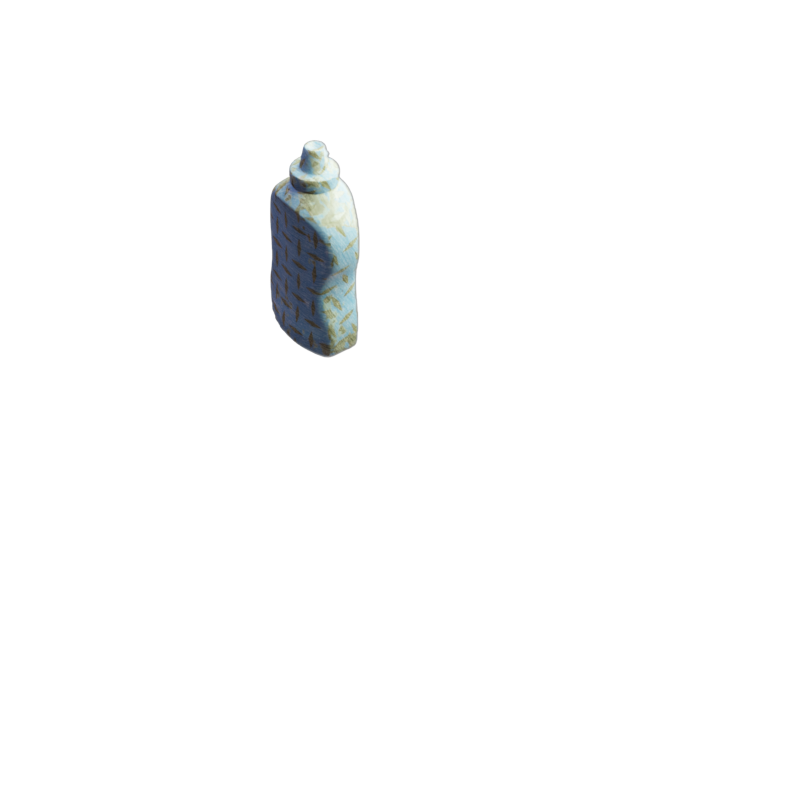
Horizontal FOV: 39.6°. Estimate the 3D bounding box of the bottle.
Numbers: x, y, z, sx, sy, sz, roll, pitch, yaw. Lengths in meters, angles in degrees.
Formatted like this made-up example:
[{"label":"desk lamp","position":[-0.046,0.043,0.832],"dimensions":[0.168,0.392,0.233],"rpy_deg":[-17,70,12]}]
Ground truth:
[{"label":"bottle","position":[-0.073,-0.134,0.935],"dimensions":[0.058,0.179,0.104],"rpy_deg":[-22,47,-26]}]
